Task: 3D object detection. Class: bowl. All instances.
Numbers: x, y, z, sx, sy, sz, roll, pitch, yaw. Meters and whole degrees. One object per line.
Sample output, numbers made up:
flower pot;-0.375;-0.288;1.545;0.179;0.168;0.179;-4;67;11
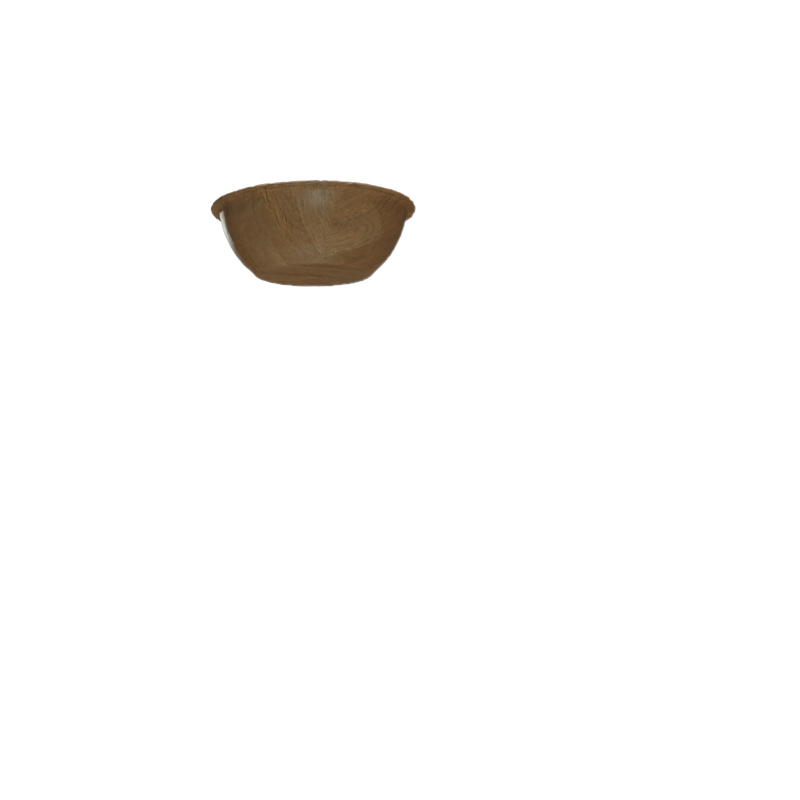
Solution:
bowl;-0.068;-0.124;0.869;0.162;0.056;0.159;0;-6;-2
